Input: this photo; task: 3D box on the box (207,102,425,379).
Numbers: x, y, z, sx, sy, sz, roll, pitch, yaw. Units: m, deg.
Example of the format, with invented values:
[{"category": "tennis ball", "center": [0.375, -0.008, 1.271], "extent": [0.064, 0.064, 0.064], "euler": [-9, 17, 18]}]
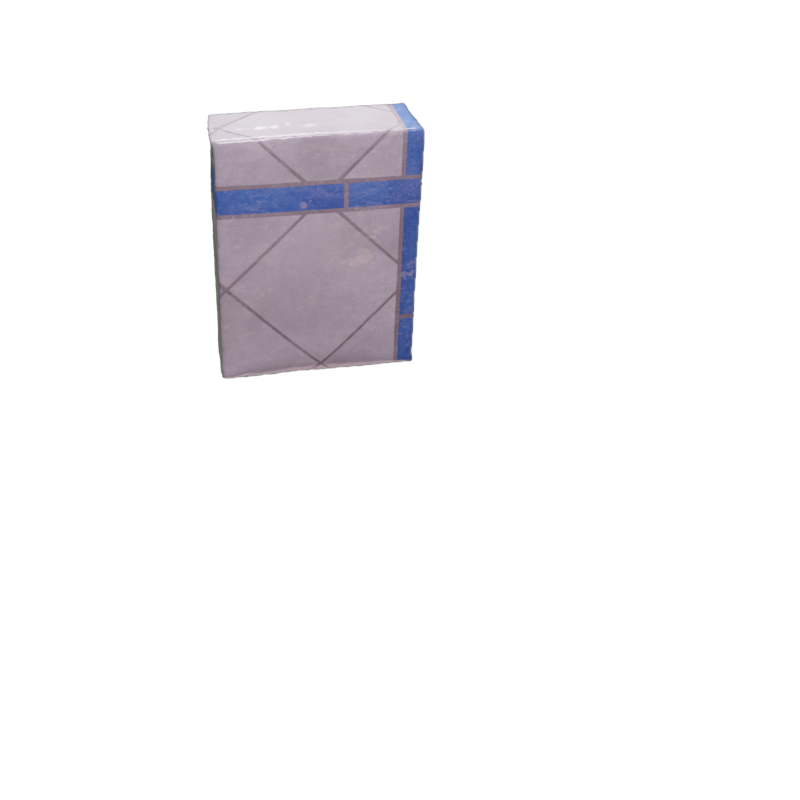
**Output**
[{"category": "box", "center": [-0.071, -0.129, 0.904], "extent": [0.162, 0.201, 0.077], "euler": [-4, 30, -10]}]
